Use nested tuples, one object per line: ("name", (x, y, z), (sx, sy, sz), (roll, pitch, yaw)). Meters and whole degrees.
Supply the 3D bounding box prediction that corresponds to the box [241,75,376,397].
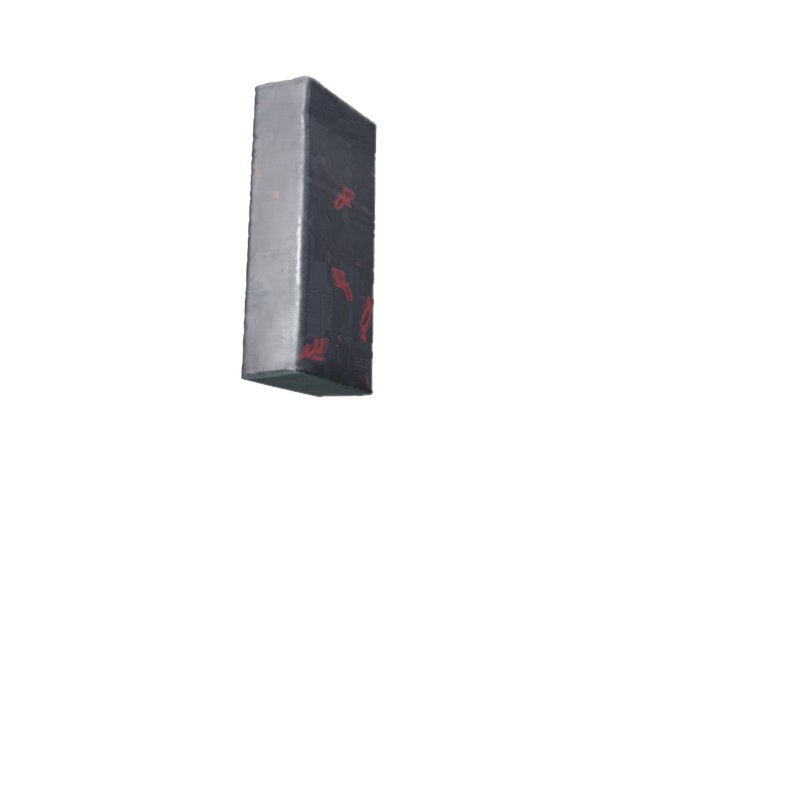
("box", (-0.052, -0.095, 0.667), (0.049, 0.183, 0.088), (-8, -16, 25))
